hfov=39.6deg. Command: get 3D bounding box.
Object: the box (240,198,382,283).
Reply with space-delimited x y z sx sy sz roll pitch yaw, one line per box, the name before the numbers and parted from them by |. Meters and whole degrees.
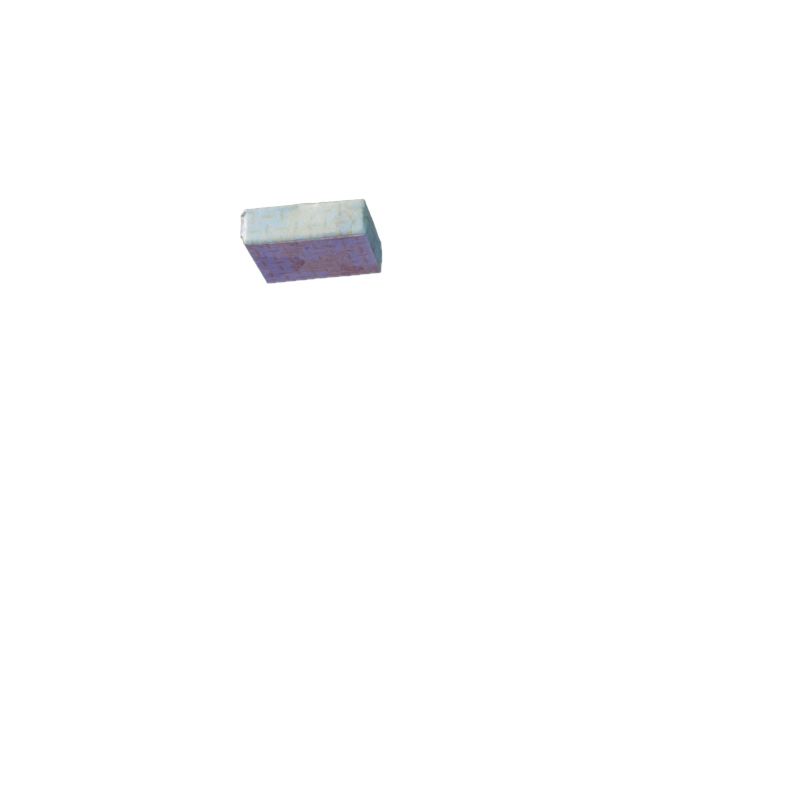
box | -0.062 -0.113 0.788 0.090 0.032 0.069 -3 -18 10
